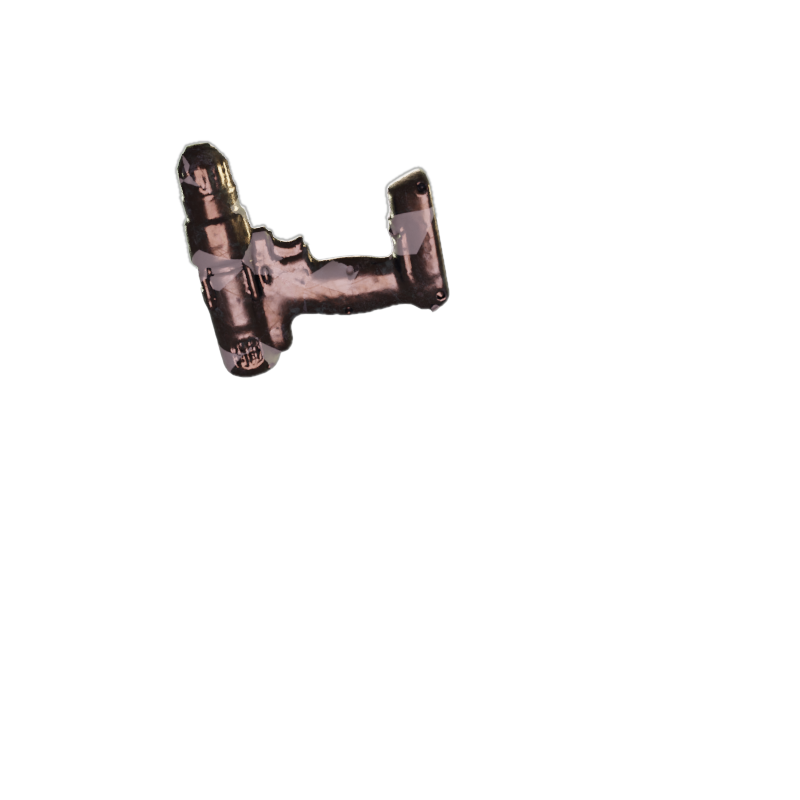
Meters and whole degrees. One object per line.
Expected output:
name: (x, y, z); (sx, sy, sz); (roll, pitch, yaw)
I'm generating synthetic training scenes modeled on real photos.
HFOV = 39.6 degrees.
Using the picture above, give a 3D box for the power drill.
power drill: (-0.066, -0.120, 0.837); (0.188, 0.176, 0.060); (-11, 18, 3)
